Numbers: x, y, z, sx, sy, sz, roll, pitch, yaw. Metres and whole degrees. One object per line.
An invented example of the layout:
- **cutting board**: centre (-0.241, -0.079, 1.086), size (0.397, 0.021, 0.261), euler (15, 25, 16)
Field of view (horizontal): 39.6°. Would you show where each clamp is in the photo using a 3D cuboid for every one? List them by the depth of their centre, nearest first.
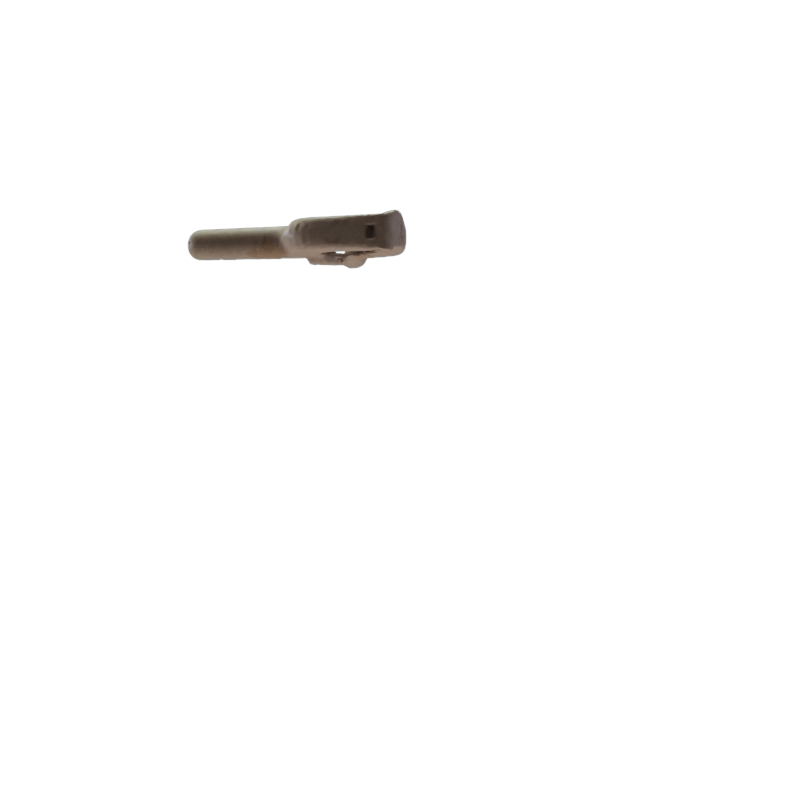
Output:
- **clamp**: centre (-0.068, -0.124, 0.869), size (0.160, 0.036, 0.215), euler (-1, 3, -22)
